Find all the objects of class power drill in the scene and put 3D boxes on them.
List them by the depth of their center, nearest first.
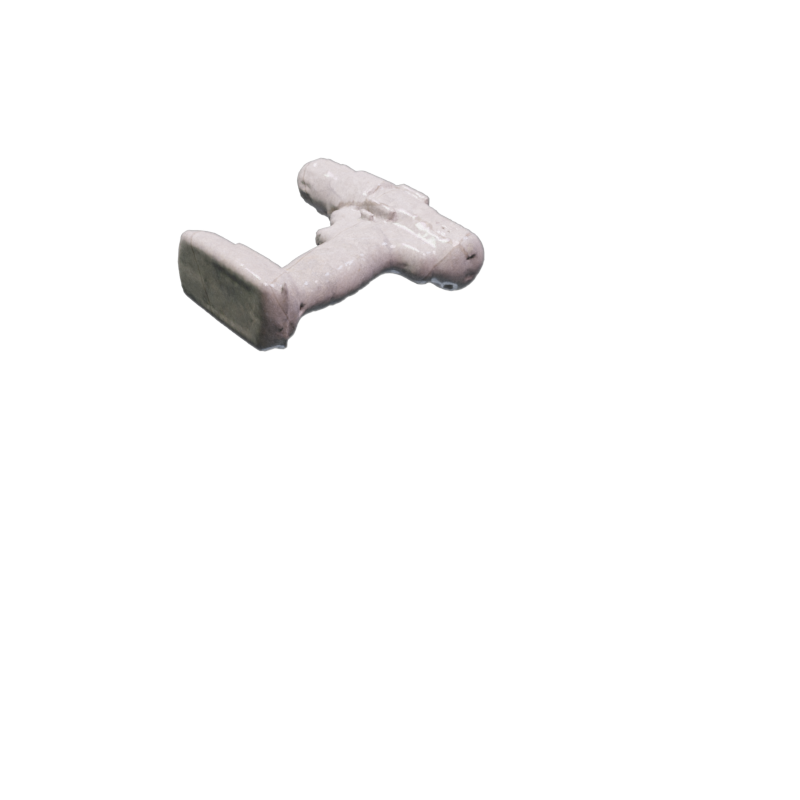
[{"bbox_3d":[-0.062,-0.114,0.795,0.186,0.054,0.198,-26,42,-33],"label":"power drill"}]
